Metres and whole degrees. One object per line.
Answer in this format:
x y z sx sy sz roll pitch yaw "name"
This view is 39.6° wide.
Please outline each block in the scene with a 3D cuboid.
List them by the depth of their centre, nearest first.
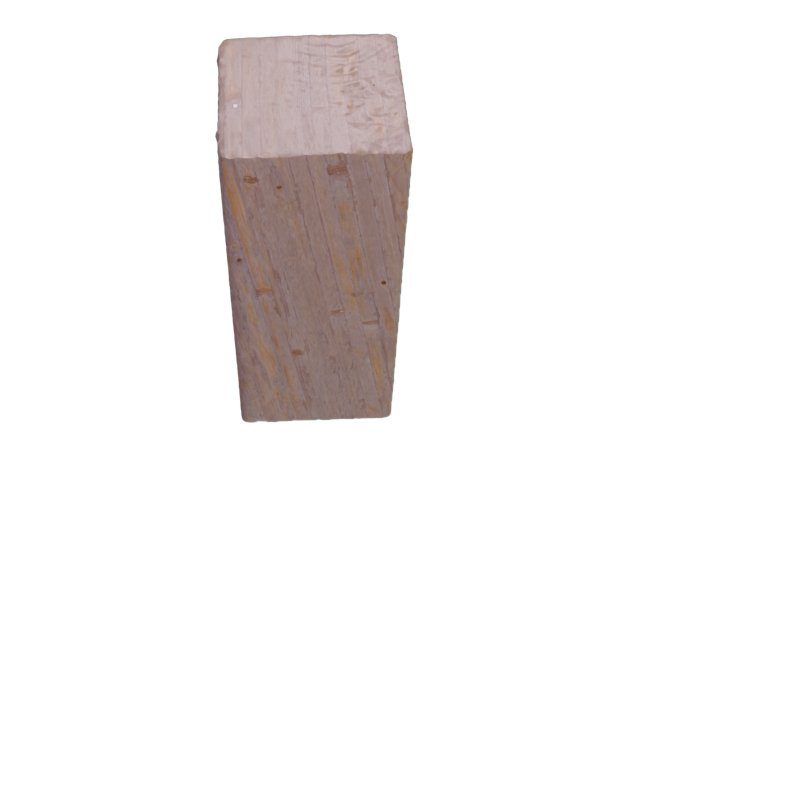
-0.047 -0.085 0.594 0.090 0.098 0.192 -2 -38 -5 "block"
